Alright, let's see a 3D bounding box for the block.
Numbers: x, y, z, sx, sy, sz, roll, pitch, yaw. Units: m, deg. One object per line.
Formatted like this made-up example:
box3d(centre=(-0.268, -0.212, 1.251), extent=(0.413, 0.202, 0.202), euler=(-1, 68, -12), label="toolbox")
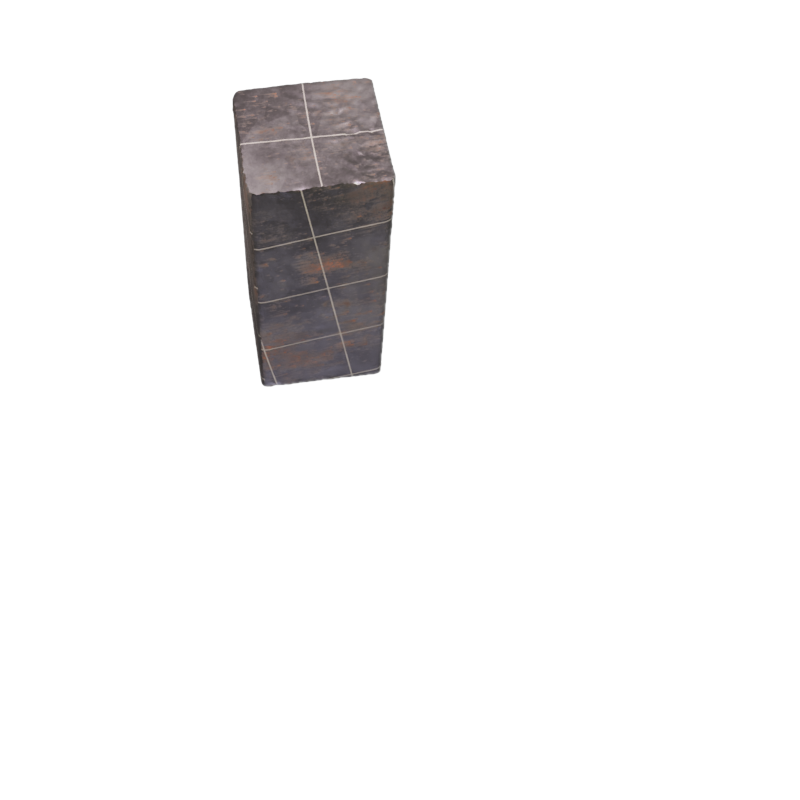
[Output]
box3d(centre=(-0.059, -0.106, 0.744), extent=(0.089, 0.098, 0.193), euler=(-6, -34, -8), label="block")
